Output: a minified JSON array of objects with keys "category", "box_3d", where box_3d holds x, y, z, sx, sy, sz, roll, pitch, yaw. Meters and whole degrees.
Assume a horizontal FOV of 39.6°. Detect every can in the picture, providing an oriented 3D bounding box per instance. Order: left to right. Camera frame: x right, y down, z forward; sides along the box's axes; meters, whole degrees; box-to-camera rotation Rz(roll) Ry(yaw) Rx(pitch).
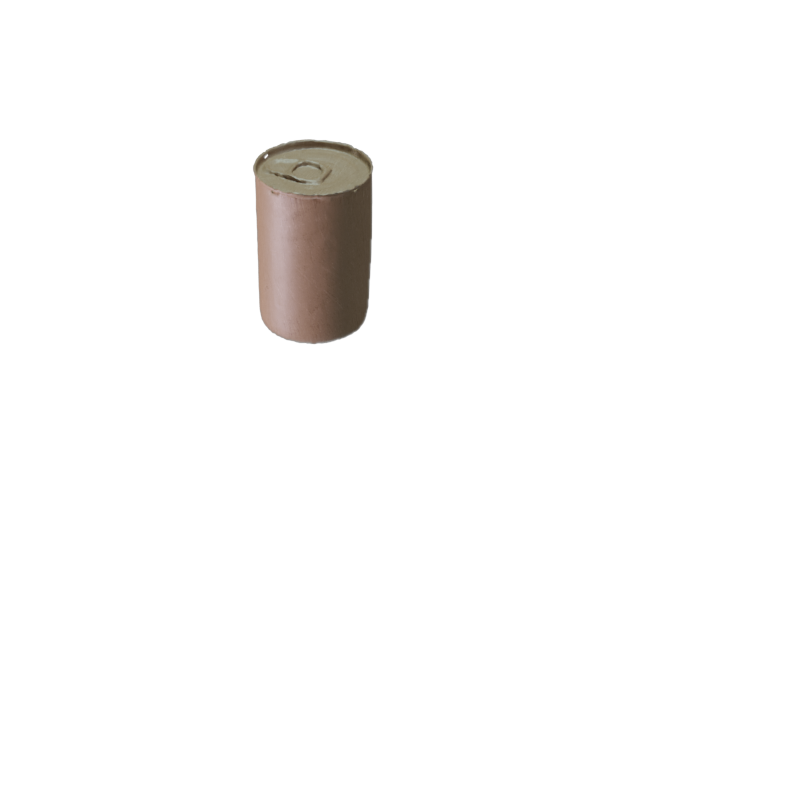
[{"category":"can","box_3d":[-0.051,-0.093,0.652,0.068,0.096,0.073,0,35,-3]}]
